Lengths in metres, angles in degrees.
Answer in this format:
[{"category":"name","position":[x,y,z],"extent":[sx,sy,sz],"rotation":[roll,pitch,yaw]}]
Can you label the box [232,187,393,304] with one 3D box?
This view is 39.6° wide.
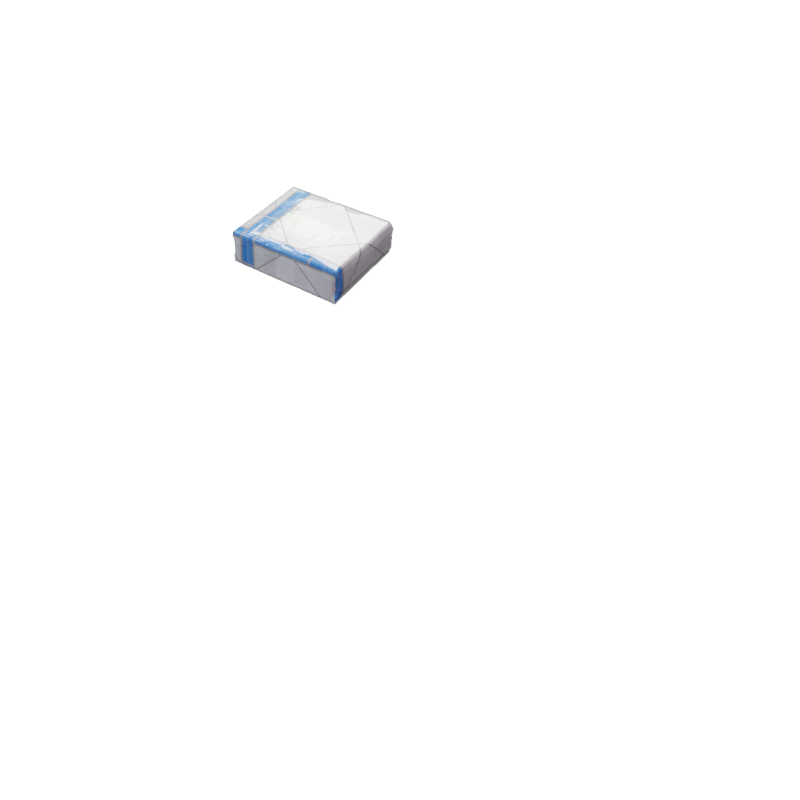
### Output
[{"category":"box","position":[-0.061,-0.112,0.784],"extent":[0.094,0.028,0.074],"rotation":[23,45,25]}]
